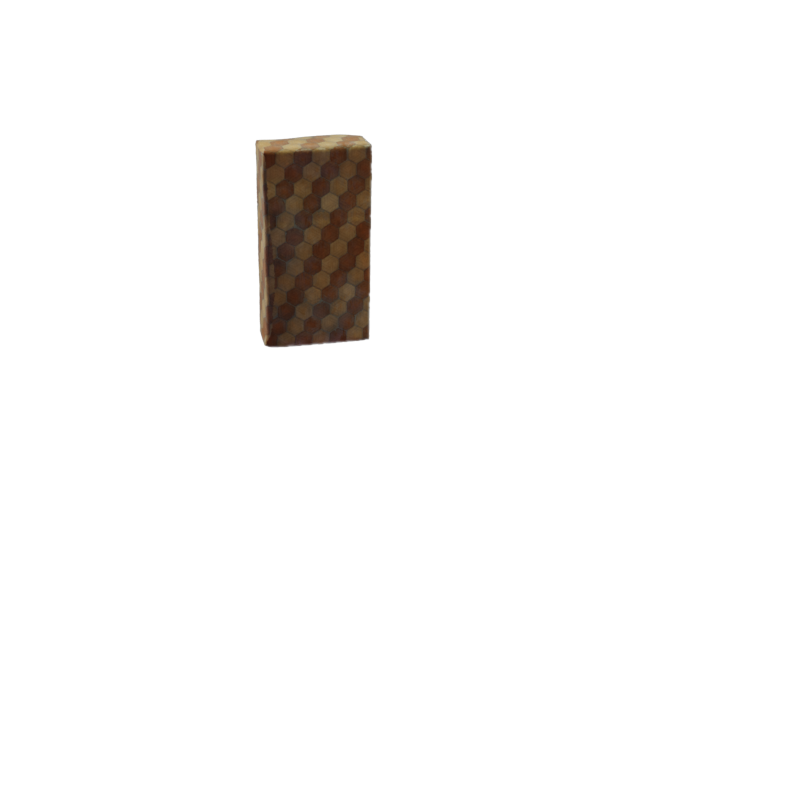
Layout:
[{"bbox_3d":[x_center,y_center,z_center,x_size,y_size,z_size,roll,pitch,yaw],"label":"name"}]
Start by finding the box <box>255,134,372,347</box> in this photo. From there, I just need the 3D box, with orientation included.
[{"bbox_3d":[-0.073,-0.134,0.936,0.092,0.169,0.051,-4,20,-13],"label":"box"}]
